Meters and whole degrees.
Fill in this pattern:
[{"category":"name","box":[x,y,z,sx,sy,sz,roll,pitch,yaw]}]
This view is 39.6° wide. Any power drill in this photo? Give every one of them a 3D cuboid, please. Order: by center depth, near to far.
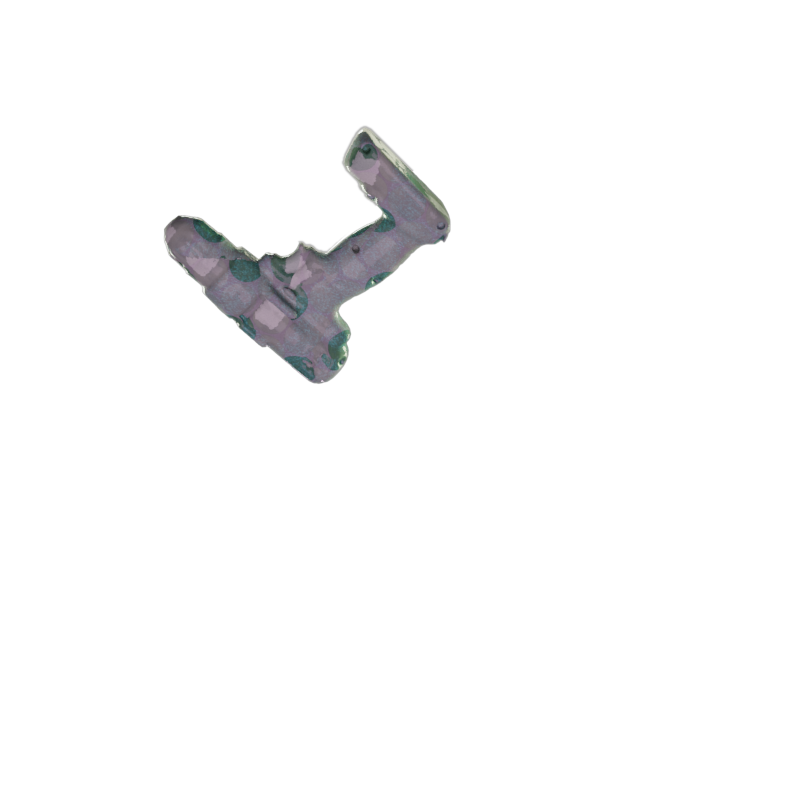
[{"category":"power drill","box":[-0.069,-0.126,0.880,0.177,0.186,0.060,43,17,-17]}]
